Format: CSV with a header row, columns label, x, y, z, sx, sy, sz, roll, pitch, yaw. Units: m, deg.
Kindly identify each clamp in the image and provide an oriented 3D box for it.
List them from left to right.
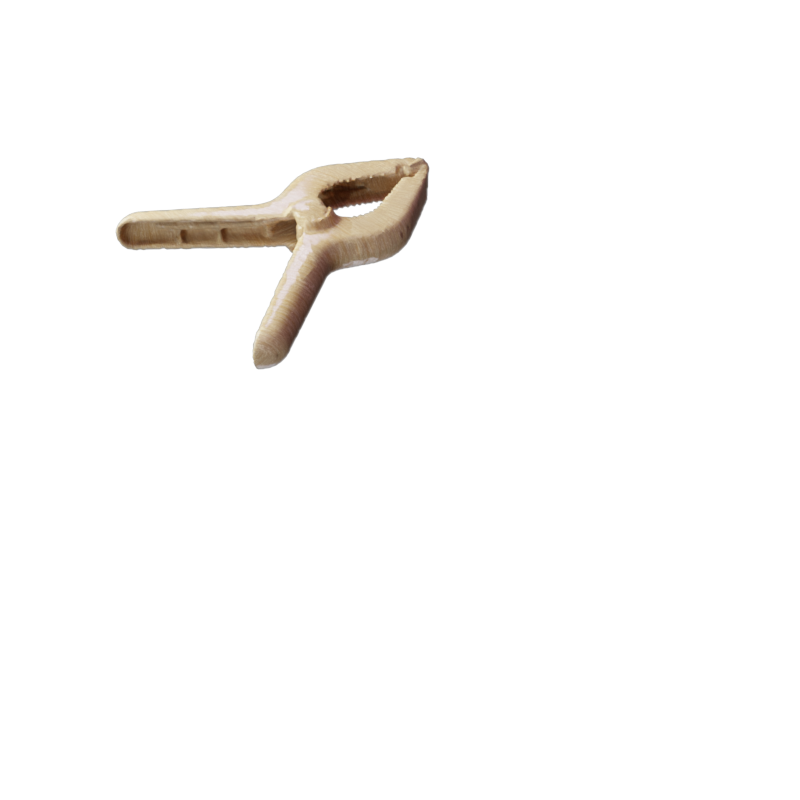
label,x,y,z,sx,sy,sz,roll,pitch,yaw
clamp,-0.056,-0.102,0.714,0.208,0.034,0.178,-24,48,-24
